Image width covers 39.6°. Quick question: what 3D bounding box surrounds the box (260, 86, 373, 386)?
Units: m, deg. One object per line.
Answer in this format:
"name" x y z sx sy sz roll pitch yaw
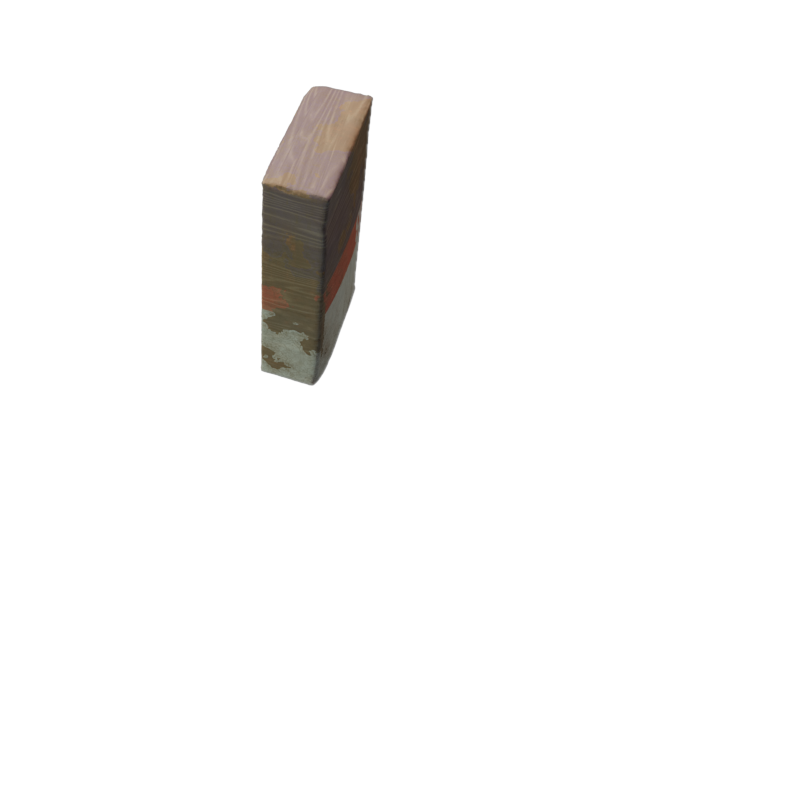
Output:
"box" -0.054 -0.098 0.685 0.049 0.098 0.164 13 -39 7
